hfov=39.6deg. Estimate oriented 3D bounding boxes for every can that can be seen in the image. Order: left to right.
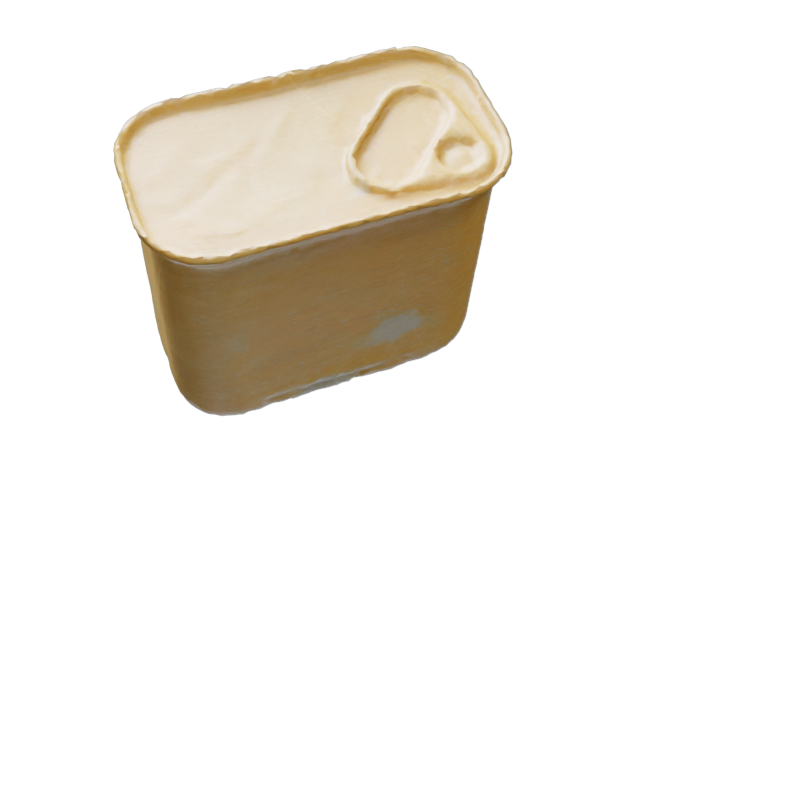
[{"bbox_3d":[-0.025,-0.046,0.322,0.101,0.062,0.078,-16,-31,-12],"label":"can"}]
